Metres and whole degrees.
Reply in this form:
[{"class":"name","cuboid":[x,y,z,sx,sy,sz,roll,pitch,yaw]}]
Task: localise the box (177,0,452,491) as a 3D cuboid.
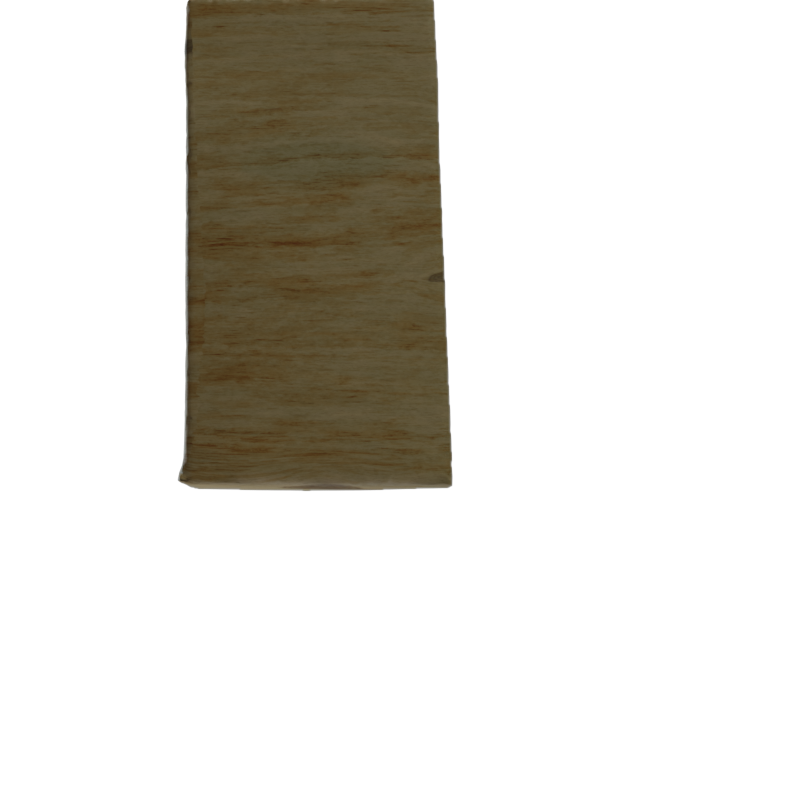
[{"class":"box","cuboid":[-0.031,-0.058,0.404,0.093,0.182,0.046,-1,-13,-1]}]
